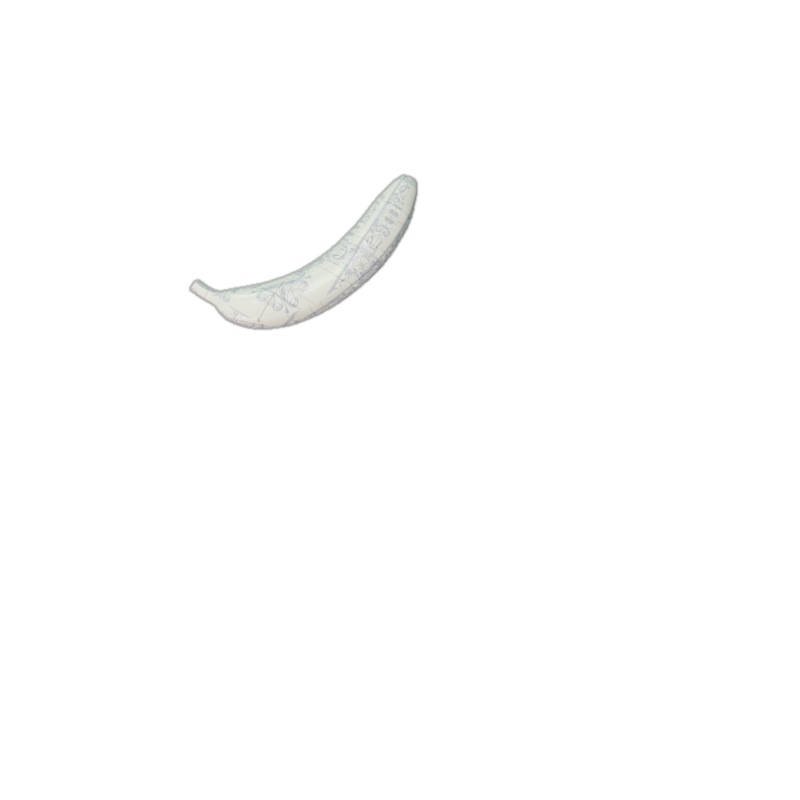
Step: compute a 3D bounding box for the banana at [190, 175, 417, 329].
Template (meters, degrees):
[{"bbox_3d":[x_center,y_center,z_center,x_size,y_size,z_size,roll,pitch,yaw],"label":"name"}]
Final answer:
[{"bbox_3d":[-0.063,-0.105,0.864,0.197,0.071,0.036,-27,-7,-5],"label":"banana"}]
